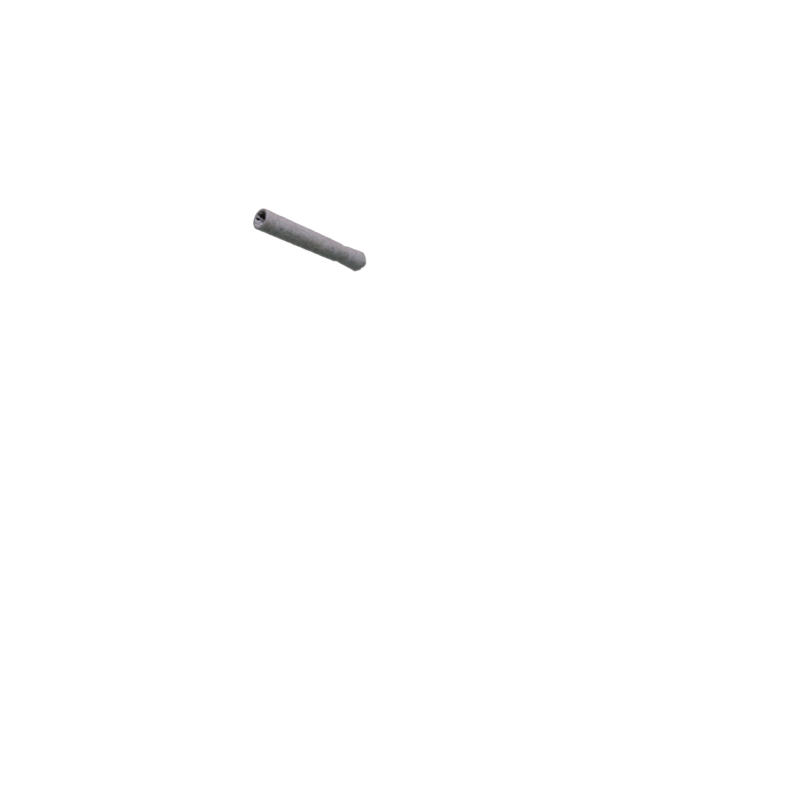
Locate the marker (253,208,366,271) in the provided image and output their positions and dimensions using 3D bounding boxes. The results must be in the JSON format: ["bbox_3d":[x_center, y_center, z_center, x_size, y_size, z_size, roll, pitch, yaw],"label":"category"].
[{"bbox_3d":[-0.075,-0.137,0.958,0.114,0.020,0.021,19,-9,-39],"label":"marker"}]
